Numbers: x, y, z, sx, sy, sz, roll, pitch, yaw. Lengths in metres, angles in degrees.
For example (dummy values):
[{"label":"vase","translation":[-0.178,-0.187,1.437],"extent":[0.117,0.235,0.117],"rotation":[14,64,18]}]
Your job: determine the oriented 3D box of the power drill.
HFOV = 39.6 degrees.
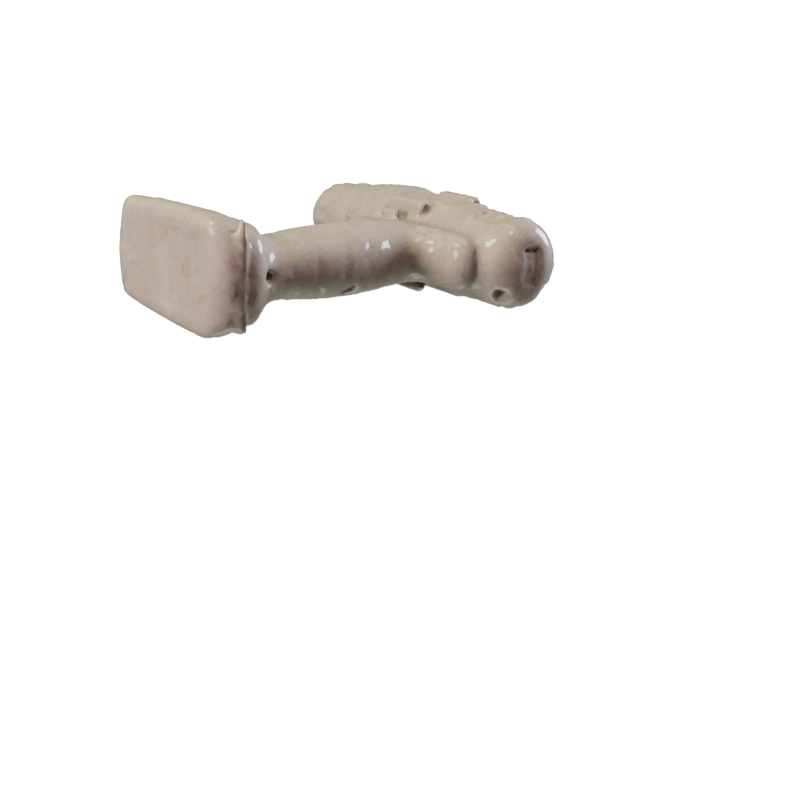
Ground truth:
[{"label":"power drill","translation":[-0.045,-0.082,0.574],"extent":[0.183,0.056,0.195],"rotation":[-11,20,-33]}]
